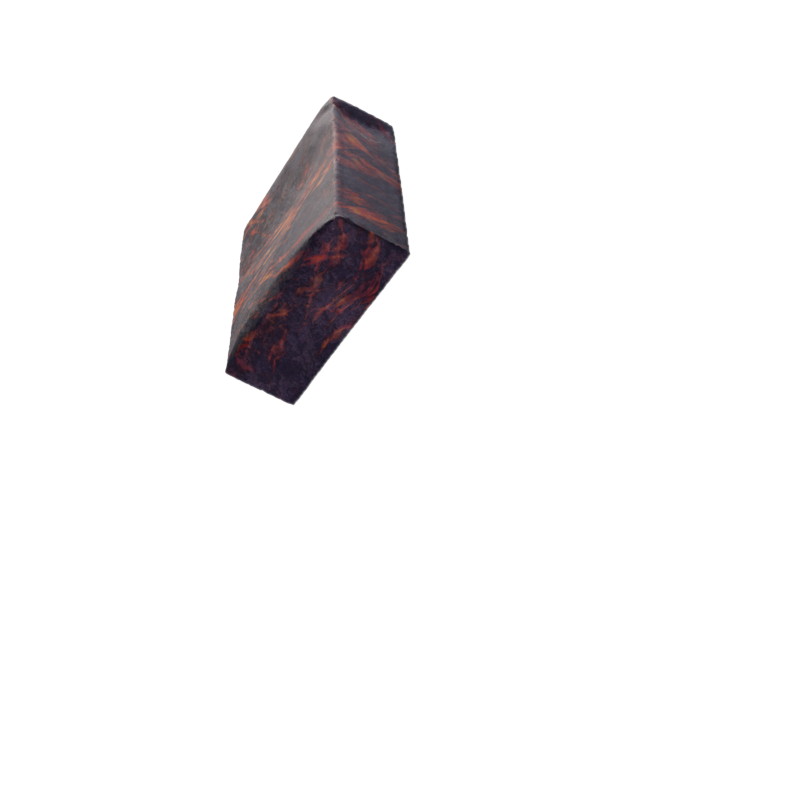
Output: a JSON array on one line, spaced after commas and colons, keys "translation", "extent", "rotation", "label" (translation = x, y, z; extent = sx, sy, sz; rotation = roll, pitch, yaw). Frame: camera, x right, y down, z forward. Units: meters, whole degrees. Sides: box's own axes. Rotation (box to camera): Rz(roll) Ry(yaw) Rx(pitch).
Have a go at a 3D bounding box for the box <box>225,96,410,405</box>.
[{"translation": [-0.070, -0.128, 0.898], "extent": [0.069, 0.160, 0.229], "rotation": [27, 30, -22], "label": "box"}]
